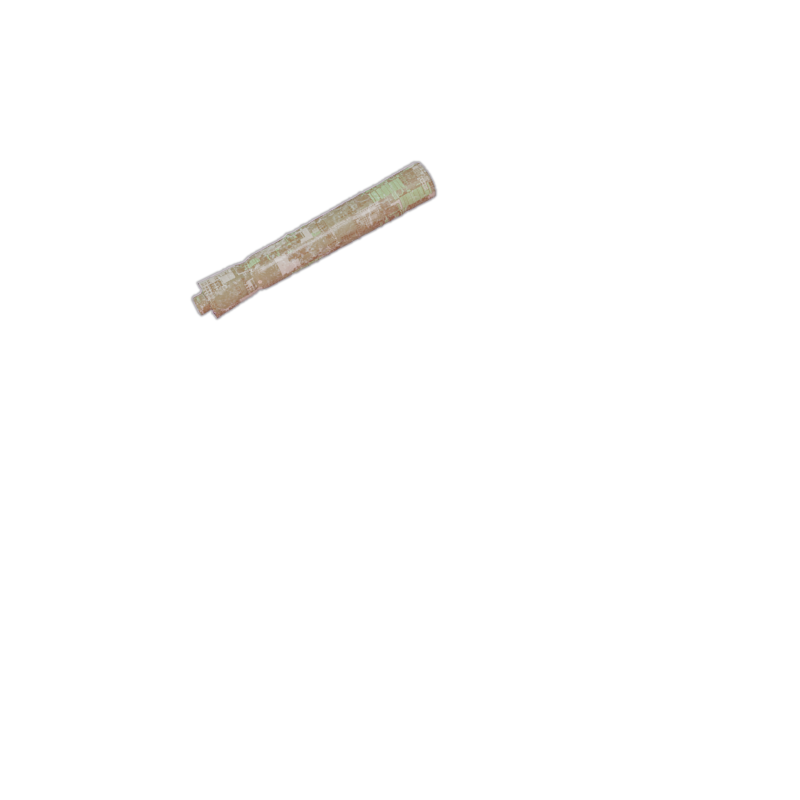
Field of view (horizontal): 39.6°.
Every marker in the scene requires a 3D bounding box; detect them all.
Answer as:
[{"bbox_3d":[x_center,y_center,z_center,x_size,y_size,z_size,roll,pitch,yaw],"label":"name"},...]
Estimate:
[{"bbox_3d":[-0.039,-0.072,0.502,0.121,0.019,0.020,-30,10,-8],"label":"marker"}]
